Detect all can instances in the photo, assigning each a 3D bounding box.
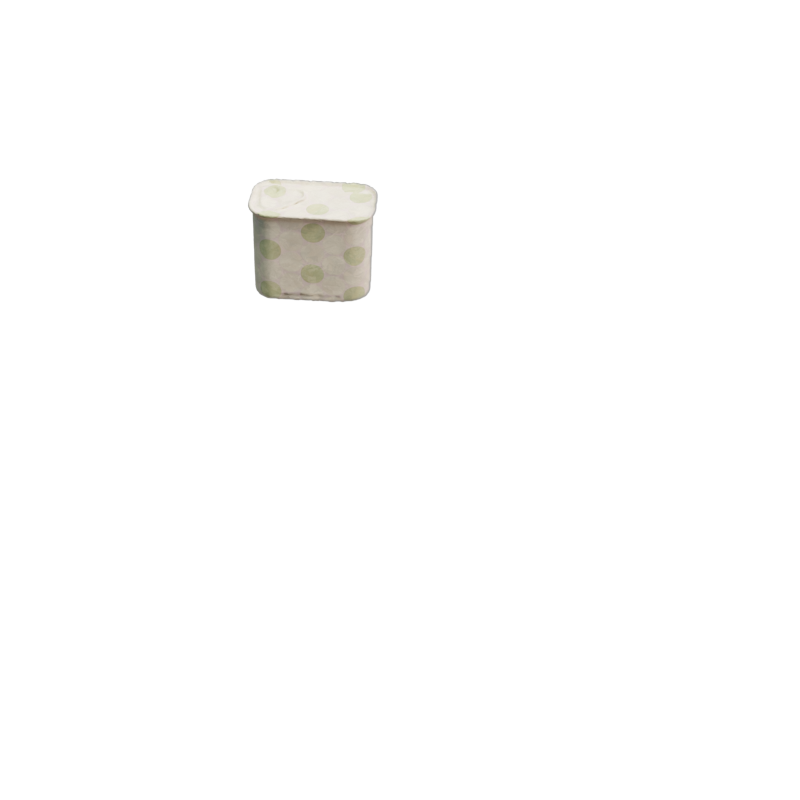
[{"bbox_3d":[-0.071,-0.129,0.905,0.102,0.078,0.061,4,37,4],"label":"can"}]
